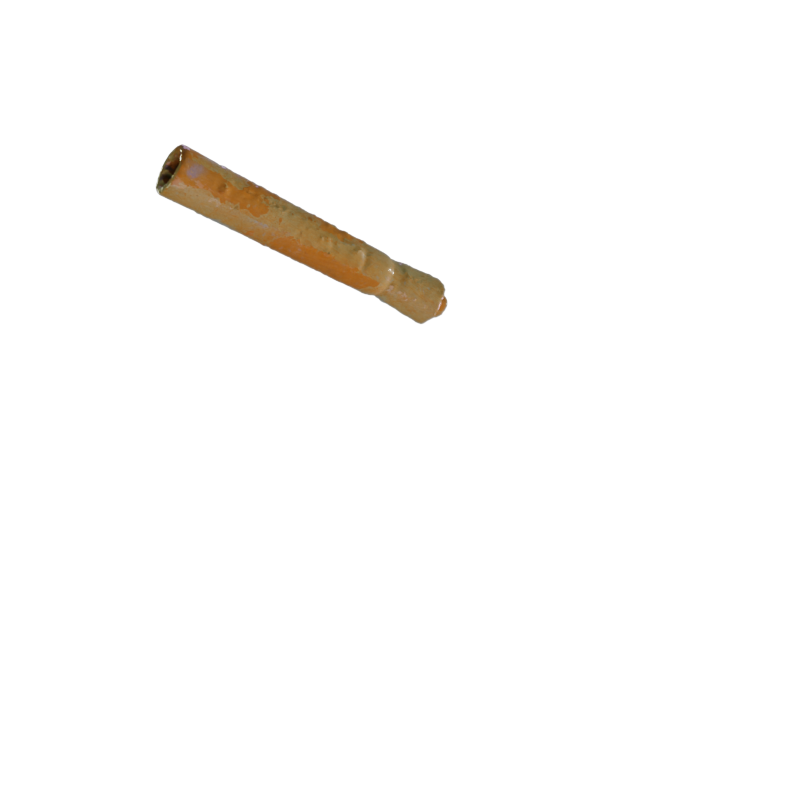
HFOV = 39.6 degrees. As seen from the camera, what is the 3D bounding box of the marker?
[{"bbox_3d":[-0.031,-0.057,0.400,0.115,0.020,0.020,24,-9,-27],"label":"marker"}]
